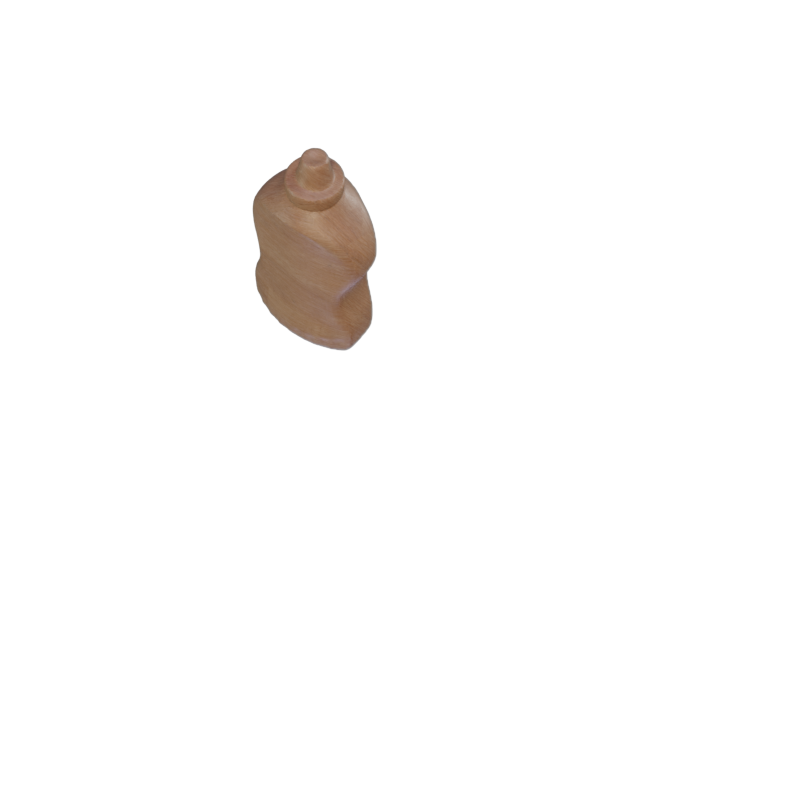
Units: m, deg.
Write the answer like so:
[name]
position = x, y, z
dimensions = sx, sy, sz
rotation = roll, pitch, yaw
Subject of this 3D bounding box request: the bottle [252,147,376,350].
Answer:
[bottle]
position = -0.062, -0.115, 0.802
dimensions = 0.100, 0.059, 0.180
rotation = 37, -25, 16
